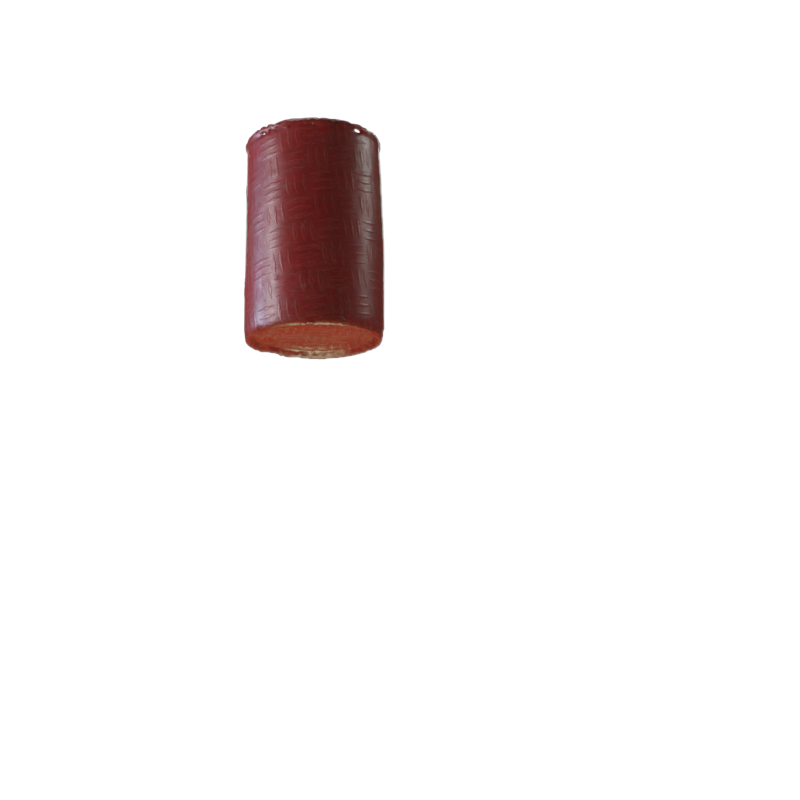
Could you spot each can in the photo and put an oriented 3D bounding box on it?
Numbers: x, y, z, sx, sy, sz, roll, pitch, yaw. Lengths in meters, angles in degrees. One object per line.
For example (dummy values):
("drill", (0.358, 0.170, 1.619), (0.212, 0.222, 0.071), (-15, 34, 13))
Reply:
("can", (-0.042, -0.077, 0.541), (0.068, 0.107, 0.066), (0, -17, -2))
